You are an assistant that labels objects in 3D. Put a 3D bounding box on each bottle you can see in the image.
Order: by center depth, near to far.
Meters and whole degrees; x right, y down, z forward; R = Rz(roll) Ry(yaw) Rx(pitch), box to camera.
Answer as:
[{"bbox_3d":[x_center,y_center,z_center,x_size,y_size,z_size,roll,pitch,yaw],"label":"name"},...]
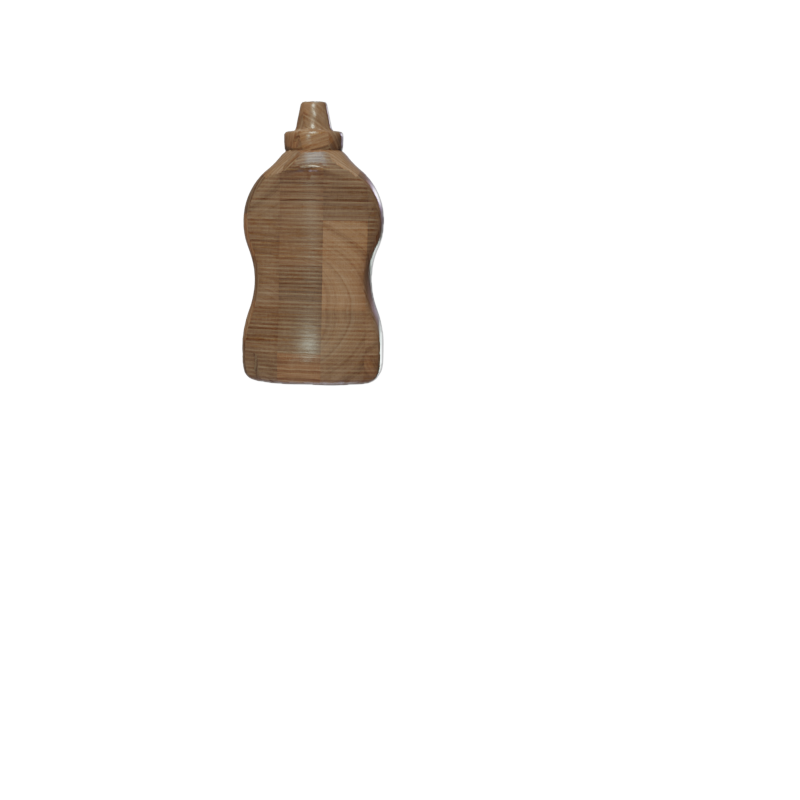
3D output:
[{"bbox_3d":[-0.060,-0.109,0.765,0.097,0.190,0.058,1,4,10],"label":"bottle"}]
